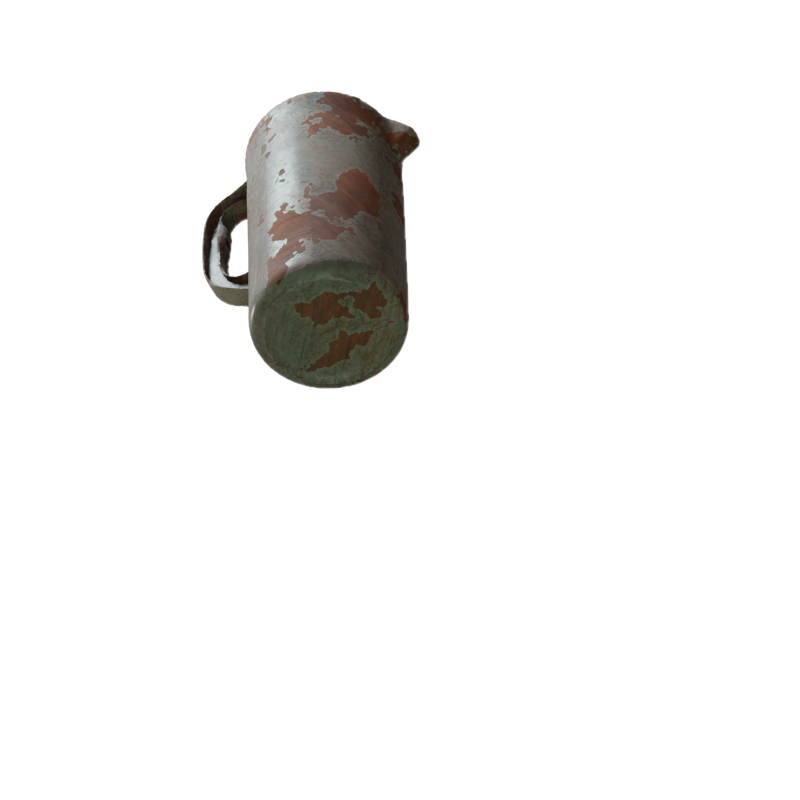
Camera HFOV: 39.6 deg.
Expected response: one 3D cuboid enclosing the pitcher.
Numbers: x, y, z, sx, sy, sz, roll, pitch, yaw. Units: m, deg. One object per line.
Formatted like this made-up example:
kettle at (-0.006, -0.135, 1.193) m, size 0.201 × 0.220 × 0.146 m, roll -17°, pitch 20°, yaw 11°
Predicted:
pitcher at (-0.066, -0.120, 0.837) m, size 0.141 × 0.143 × 0.260 m, roll 17°, pitch 34°, yaw -16°
